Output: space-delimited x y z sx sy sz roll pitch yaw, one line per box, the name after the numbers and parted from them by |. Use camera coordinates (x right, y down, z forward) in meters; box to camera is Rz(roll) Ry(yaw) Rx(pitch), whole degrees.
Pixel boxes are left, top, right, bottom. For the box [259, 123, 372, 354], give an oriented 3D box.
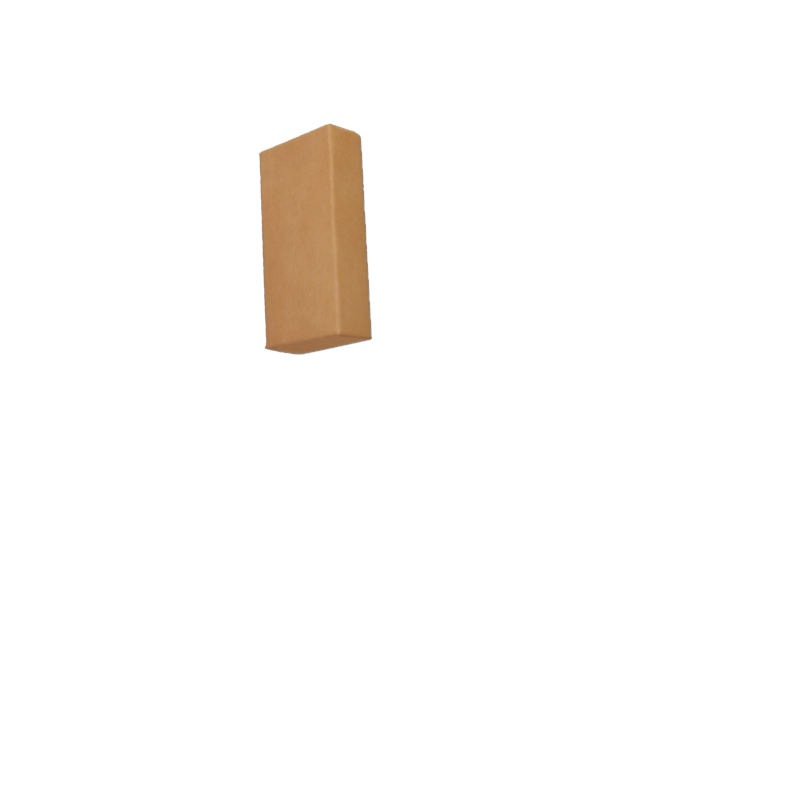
-0.072 -0.132 0.923 0.095 0.183 0.045 -14 -20 43 | box
